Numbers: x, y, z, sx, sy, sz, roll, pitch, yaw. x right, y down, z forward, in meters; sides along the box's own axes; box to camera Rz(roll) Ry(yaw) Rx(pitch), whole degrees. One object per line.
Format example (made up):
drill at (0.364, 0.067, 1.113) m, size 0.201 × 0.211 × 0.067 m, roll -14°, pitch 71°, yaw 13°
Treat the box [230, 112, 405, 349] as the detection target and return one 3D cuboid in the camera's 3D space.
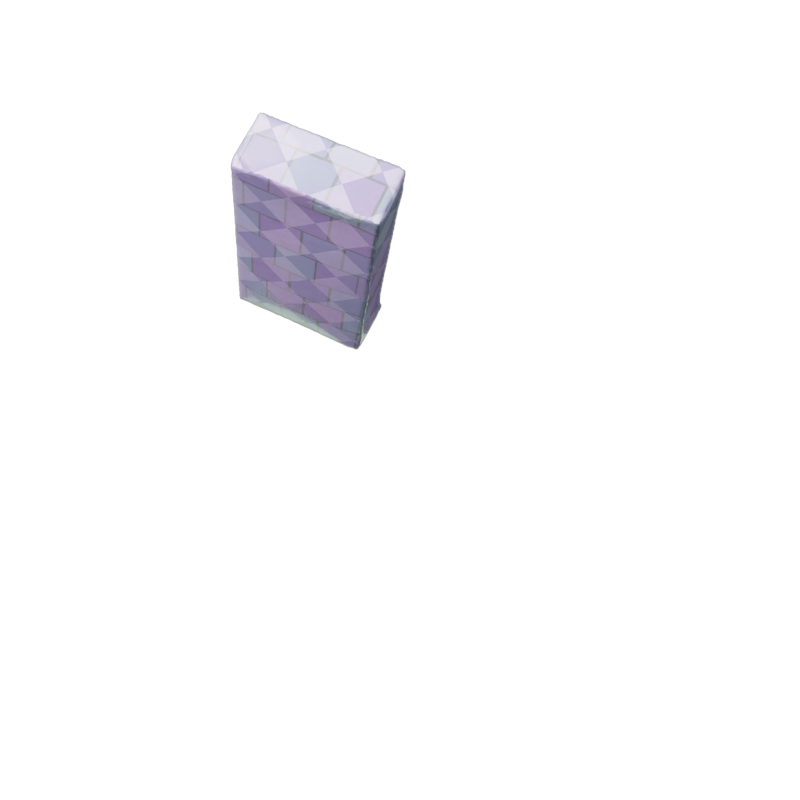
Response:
box at (-0.054, -0.097, 0.683) m, size 0.095 × 0.050 × 0.168 m, roll 24°, pitch -20°, yaw 6°
